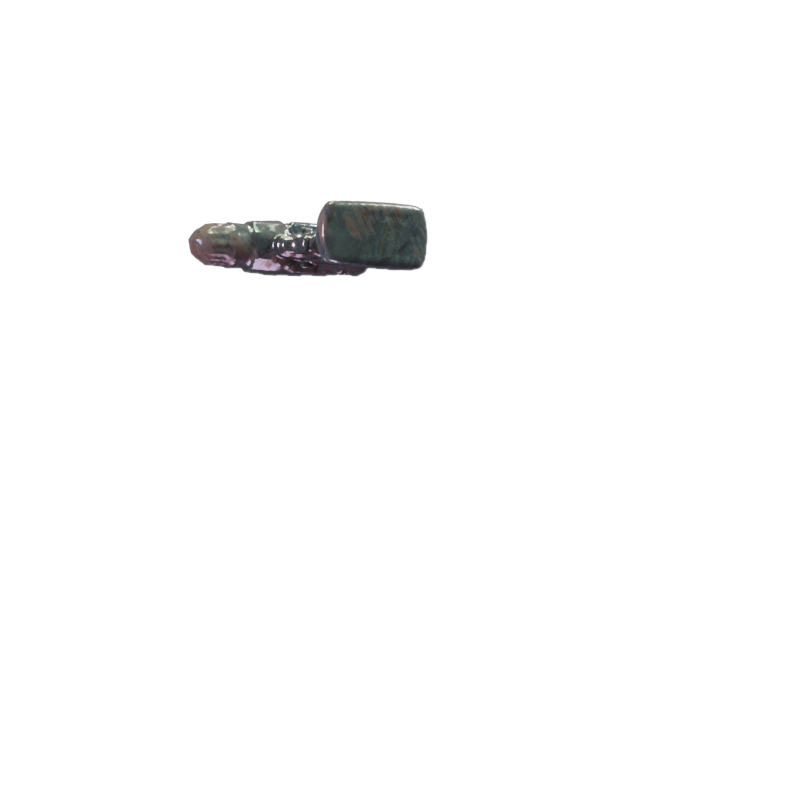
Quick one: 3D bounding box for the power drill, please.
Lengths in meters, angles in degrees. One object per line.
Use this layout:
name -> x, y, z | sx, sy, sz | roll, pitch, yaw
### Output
power drill -> -0.078, -0.142, 0.997 | 0.178, 0.057, 0.194 | -2, 4, -28
